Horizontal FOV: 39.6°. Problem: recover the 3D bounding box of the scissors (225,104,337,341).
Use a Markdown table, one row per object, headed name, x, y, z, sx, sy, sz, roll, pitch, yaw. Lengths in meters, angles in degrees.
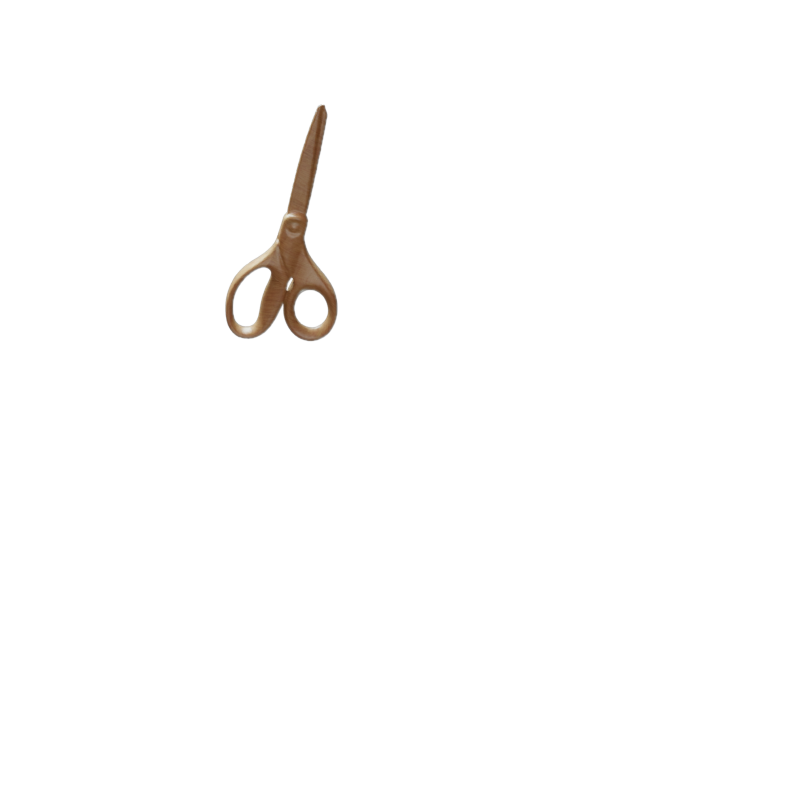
| name | x | y | z | sx | sy | sz | roll | pitch | yaw |
| --- | --- | --- | --- | --- | --- | --- | --- | --- | --- |
| scissors | -0.066 | -0.120 | 0.840 | 0.093 | 0.196 | 0.017 | 26 | 27 | -15 |
